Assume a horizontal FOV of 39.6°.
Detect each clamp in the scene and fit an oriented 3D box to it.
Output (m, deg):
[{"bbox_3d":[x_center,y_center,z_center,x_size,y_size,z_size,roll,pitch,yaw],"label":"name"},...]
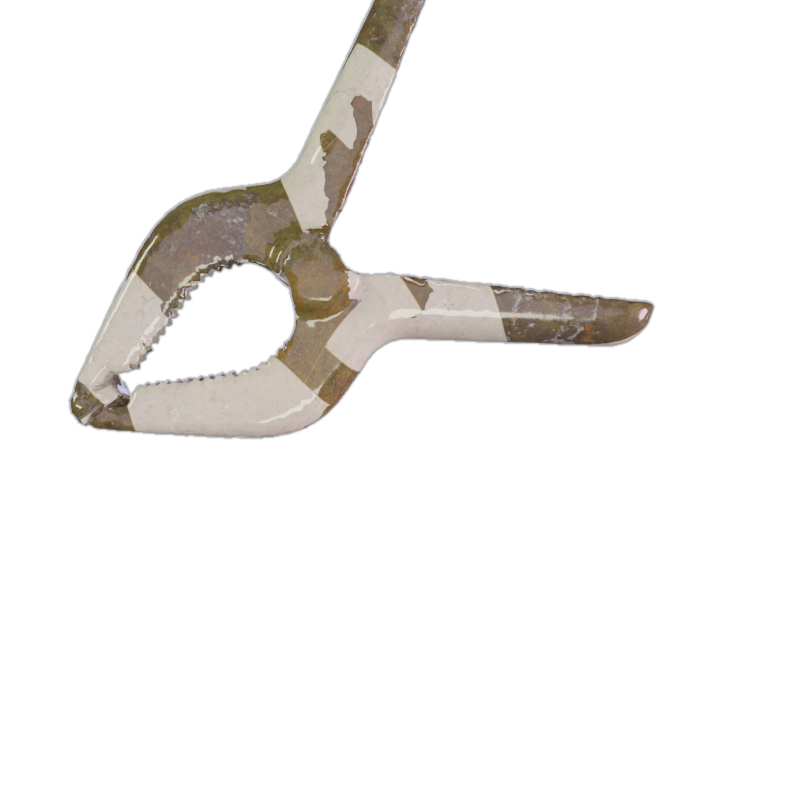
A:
[{"bbox_3d":[-0.033,-0.059,0.416,0.210,0.167,0.036,-25,-5,-3],"label":"clamp"}]
